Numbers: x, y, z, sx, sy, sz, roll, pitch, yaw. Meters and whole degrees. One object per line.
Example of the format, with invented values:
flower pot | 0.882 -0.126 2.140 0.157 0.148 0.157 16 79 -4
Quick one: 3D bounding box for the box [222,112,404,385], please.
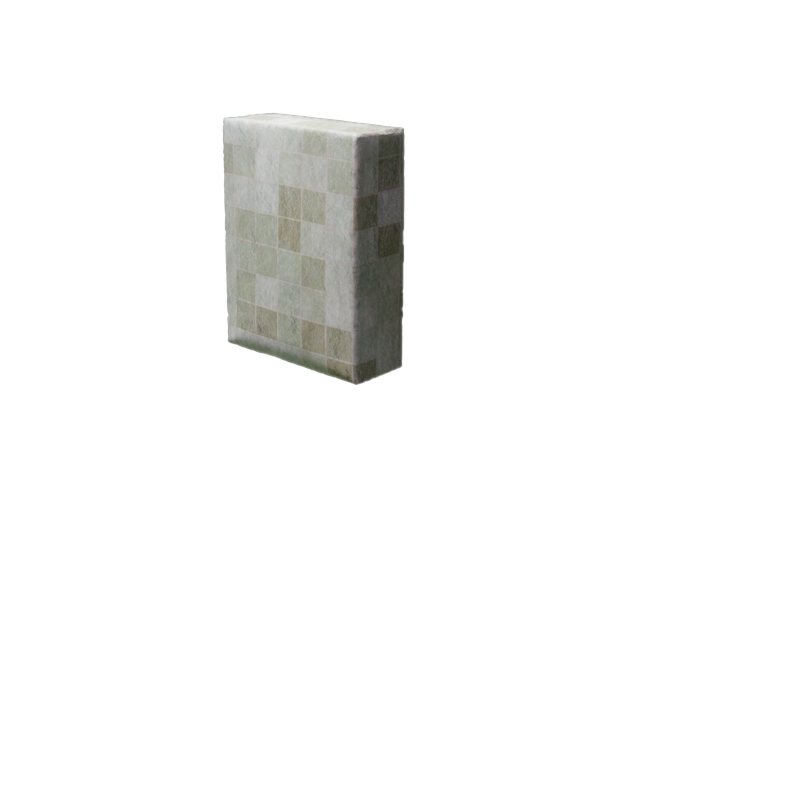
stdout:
box | -0.077 -0.140 0.977 0.173 0.207 0.070 15 20 40
